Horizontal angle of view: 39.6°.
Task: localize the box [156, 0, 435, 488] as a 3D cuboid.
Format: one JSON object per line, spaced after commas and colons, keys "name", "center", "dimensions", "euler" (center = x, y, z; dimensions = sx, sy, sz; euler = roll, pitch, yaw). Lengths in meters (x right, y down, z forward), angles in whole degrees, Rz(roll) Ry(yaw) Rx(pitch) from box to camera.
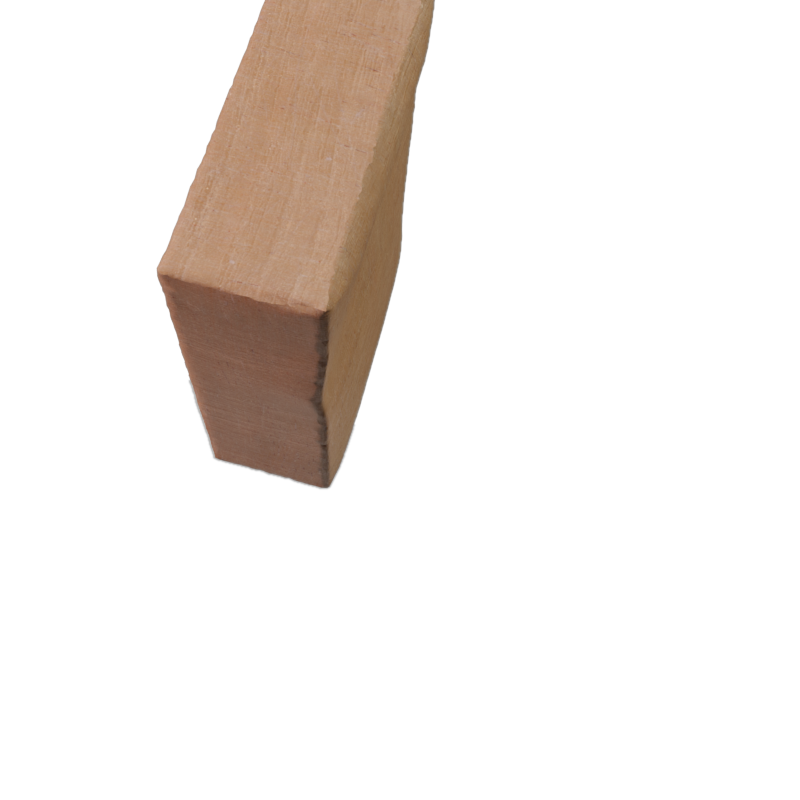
{"name": "box", "center": [-0.039, -0.072, 0.504], "dimensions": [0.072, 0.172, 0.203], "euler": [14, -24, 2]}
